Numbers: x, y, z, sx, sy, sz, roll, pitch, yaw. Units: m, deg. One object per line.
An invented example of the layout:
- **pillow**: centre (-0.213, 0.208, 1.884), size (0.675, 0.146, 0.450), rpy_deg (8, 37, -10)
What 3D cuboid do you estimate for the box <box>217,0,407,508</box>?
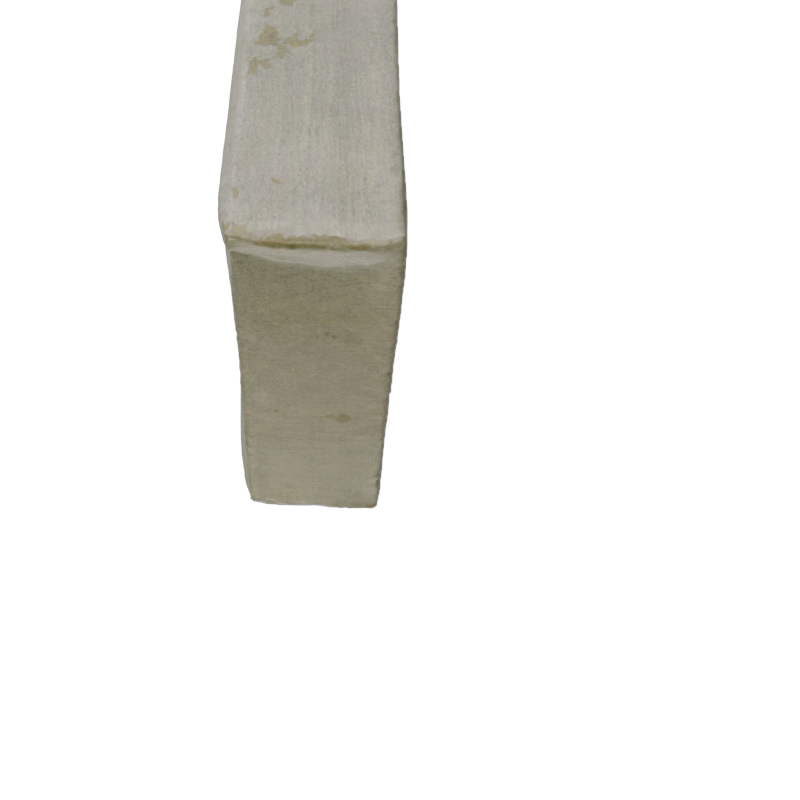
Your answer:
- **box**: centre (-0.039, -0.072, 0.502), size (0.072, 0.176, 0.200), rpy_deg (1, -34, -3)
